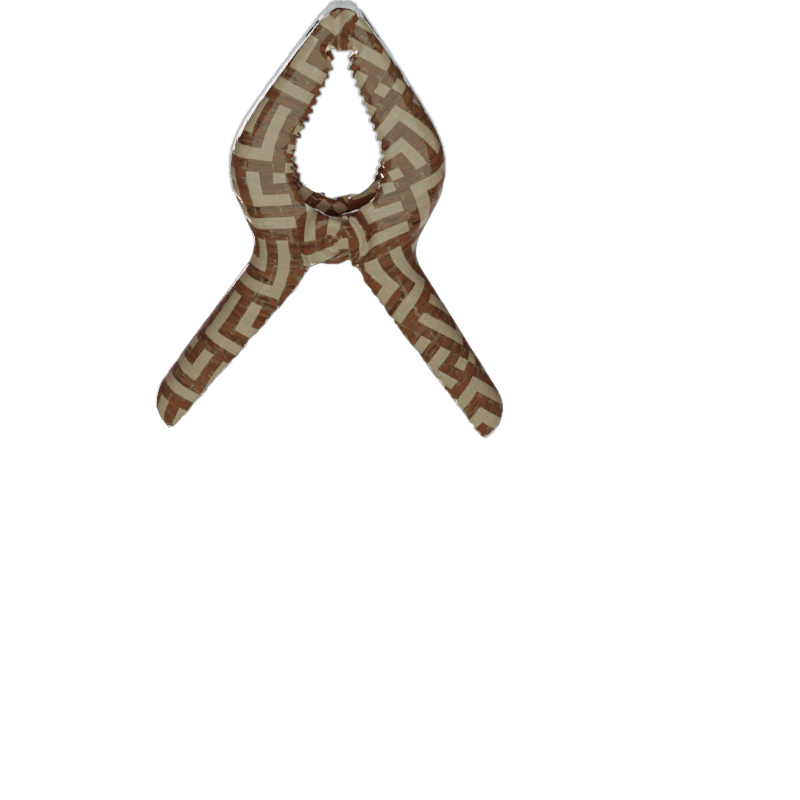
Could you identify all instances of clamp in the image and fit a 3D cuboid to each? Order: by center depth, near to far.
[{"bbox_3d":[-0.039,-0.072,0.502,0.165,0.200,0.038,-4,21,1],"label":"clamp"}]
